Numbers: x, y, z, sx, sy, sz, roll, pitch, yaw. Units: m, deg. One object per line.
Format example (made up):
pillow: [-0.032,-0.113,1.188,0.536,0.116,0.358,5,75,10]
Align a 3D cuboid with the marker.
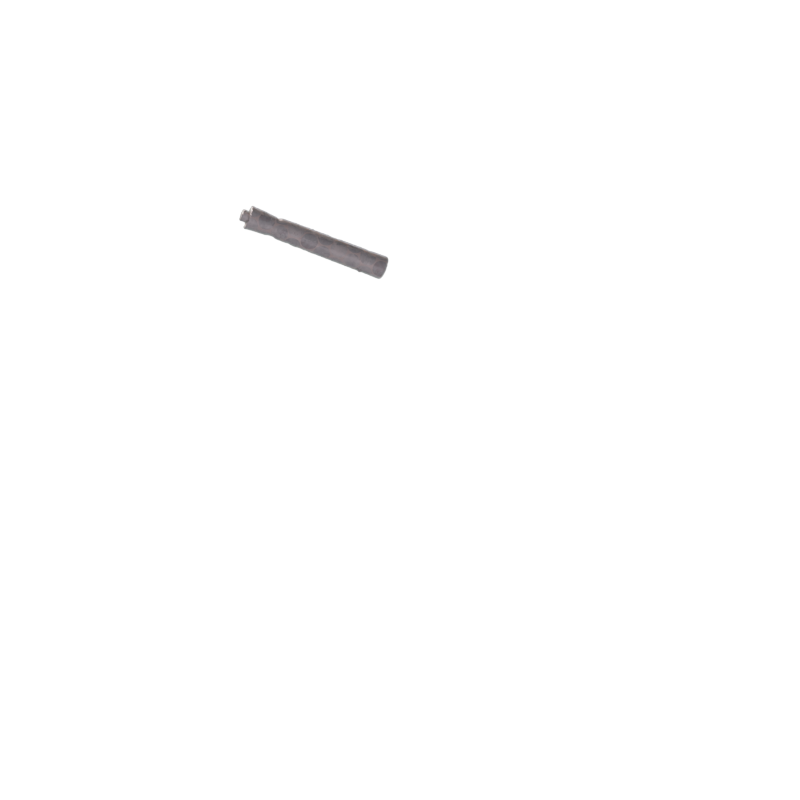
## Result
marker: [-0.068,-0.123,0.864,0.118,0.020,0.020,19,-1,-11]
